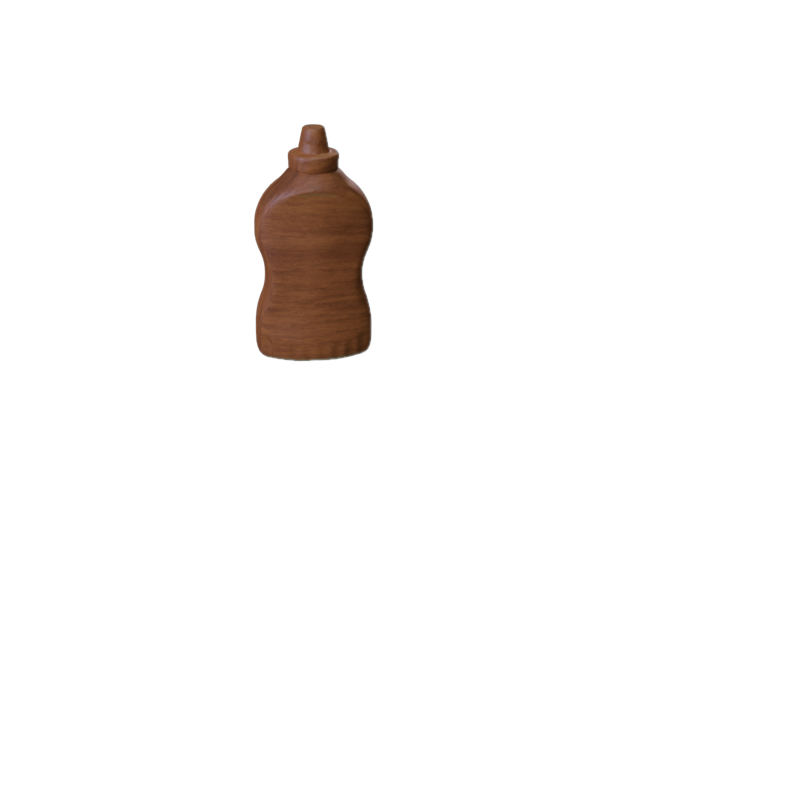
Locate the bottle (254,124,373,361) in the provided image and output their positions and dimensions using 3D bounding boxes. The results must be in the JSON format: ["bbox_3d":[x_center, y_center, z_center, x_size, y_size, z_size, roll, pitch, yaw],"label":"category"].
[{"bbox_3d":[-0.071,-0.129,0.901,0.095,0.183,0.061,-1,22,-5],"label":"bottle"}]
